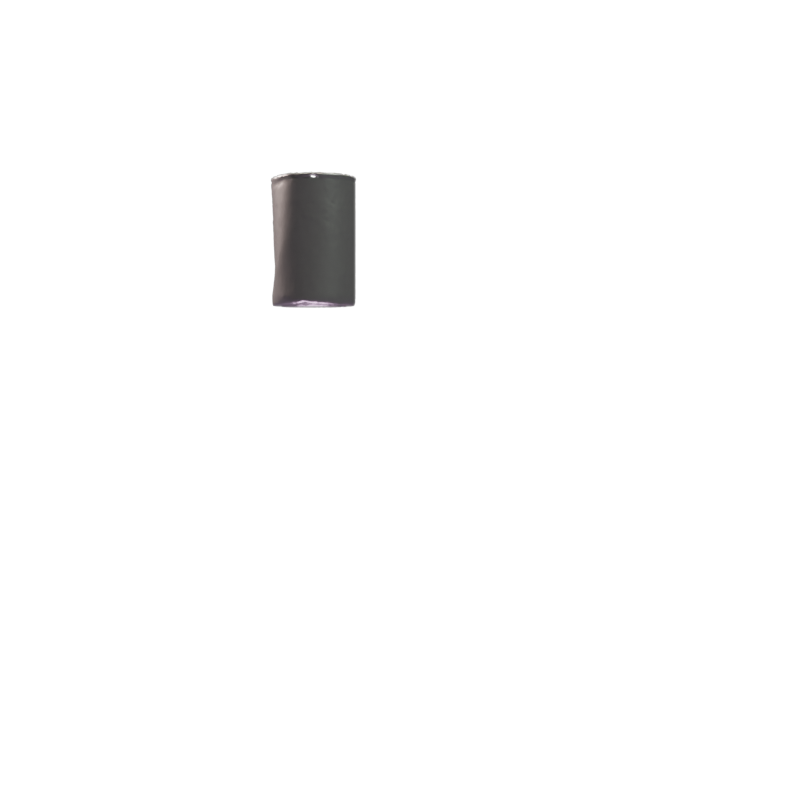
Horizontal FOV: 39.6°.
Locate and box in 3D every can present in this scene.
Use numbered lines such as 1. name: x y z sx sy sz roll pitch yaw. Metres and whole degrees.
1. can: -0.069 -0.125 0.878 0.068 0.103 0.068 0 -3 -2
